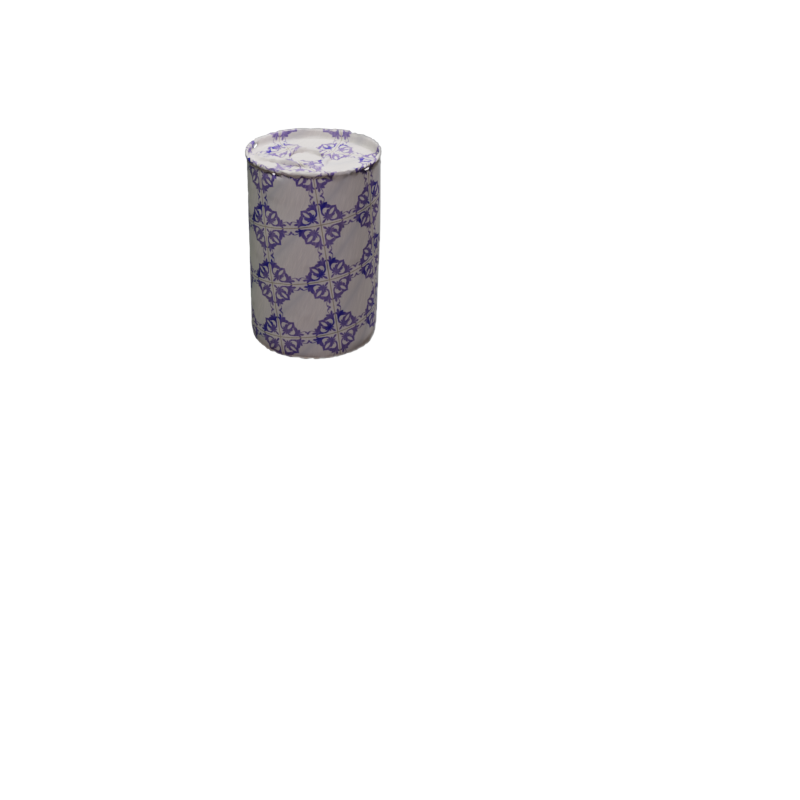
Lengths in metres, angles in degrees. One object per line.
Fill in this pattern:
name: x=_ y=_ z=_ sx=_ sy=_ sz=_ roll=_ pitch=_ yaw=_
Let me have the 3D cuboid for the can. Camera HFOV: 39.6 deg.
can: x=-0.045 y=-0.081 z=0.570 sx=0.068 sy=0.097 sz=0.073 roll=0 pitch=27 yaw=-2
